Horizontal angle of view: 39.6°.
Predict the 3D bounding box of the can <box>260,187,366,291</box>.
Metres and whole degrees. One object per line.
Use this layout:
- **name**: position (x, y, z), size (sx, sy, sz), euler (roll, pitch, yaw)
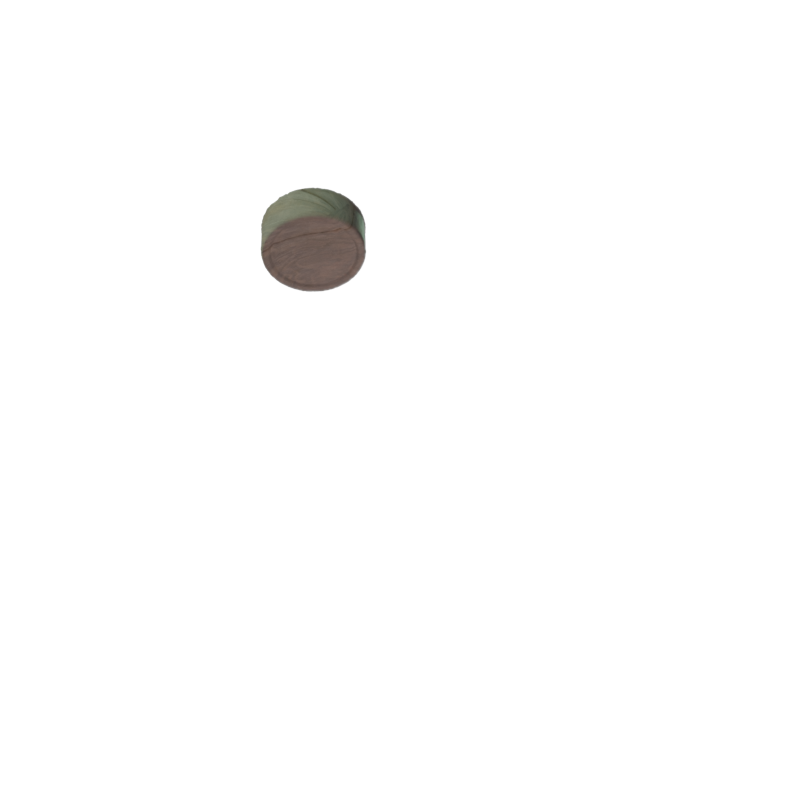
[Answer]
- **can**: position (-0.070, -0.128, 0.897), size (0.086, 0.036, 0.080), euler (1, -45, -1)
